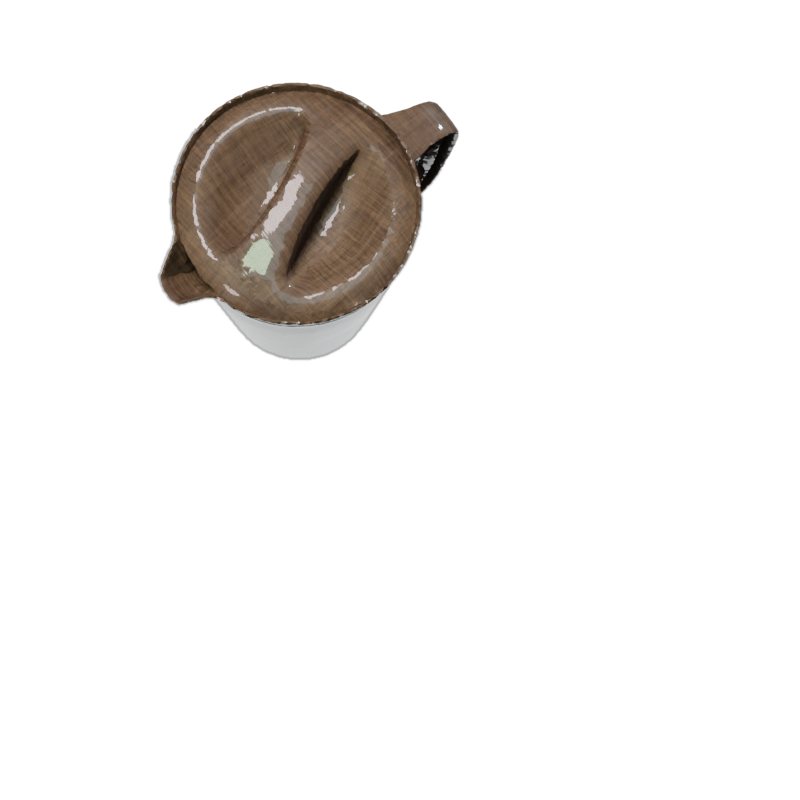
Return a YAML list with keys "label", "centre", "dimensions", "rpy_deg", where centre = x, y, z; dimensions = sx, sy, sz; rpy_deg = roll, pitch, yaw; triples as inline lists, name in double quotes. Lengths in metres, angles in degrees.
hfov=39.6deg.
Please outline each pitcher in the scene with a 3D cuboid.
- label: "pitcher"
  centre: [-0.054, -0.099, 0.695]
  dimensions: [0.149, 0.148, 0.238]
  rpy_deg: [10, -8, -2]
